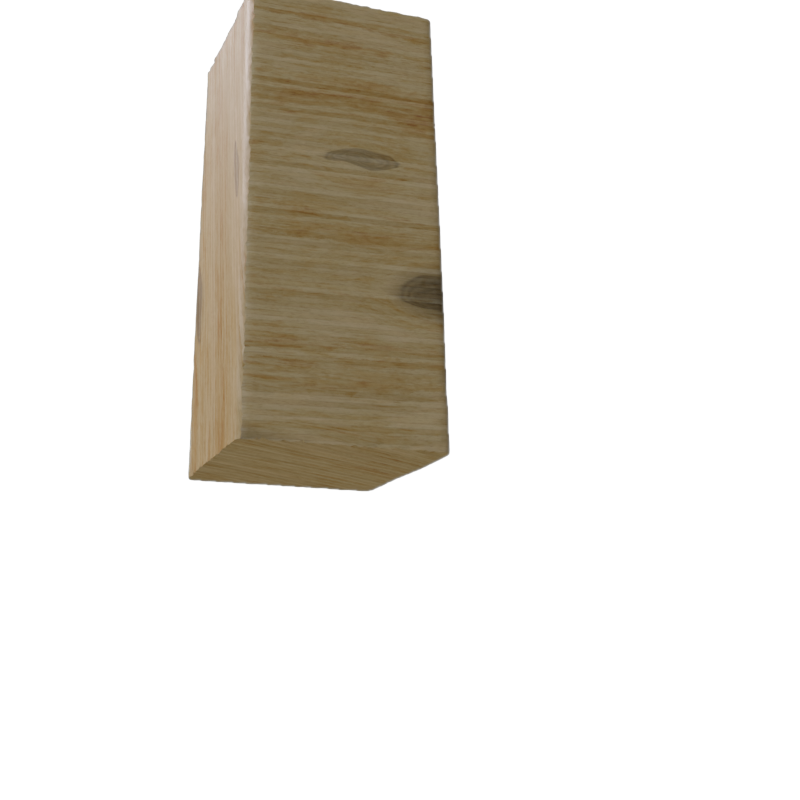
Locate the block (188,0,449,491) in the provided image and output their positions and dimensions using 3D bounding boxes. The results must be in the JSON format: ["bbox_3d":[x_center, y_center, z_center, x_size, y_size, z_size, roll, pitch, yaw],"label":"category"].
[{"bbox_3d":[-0.040,-0.072,0.506,0.088,0.217,0.088,6,-22,-20],"label":"block"}]
